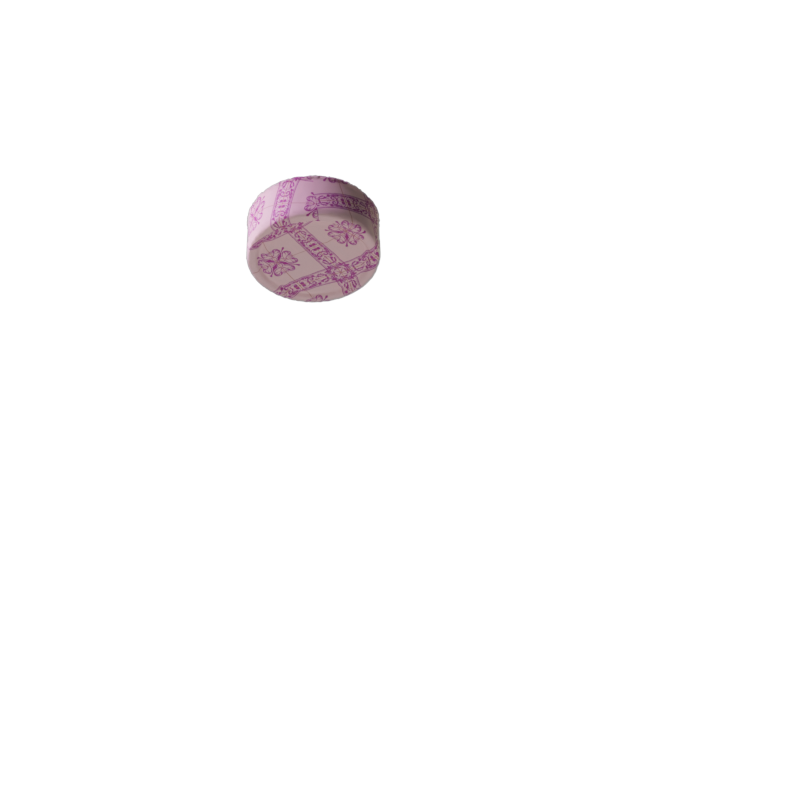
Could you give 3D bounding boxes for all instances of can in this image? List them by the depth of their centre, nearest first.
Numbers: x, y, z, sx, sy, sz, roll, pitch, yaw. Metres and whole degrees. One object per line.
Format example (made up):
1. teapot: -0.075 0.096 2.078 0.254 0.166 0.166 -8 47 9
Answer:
1. can: -0.055 -0.100 0.703 0.086 0.036 0.080 1 -38 -2
